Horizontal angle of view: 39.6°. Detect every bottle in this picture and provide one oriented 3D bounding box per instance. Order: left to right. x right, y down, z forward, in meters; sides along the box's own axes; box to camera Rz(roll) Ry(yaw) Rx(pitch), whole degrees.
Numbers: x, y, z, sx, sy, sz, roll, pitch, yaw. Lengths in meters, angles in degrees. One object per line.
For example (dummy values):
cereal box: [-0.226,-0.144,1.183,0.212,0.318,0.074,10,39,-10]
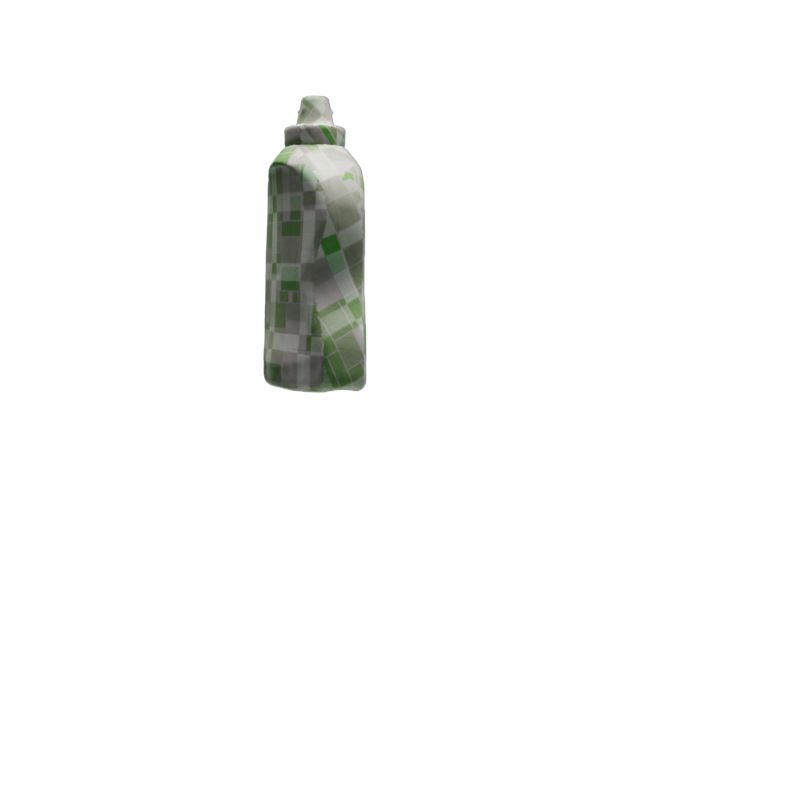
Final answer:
bottle: [-0.057,-0.104,0.732,0.057,0.192,0.099,0,0,-25]
